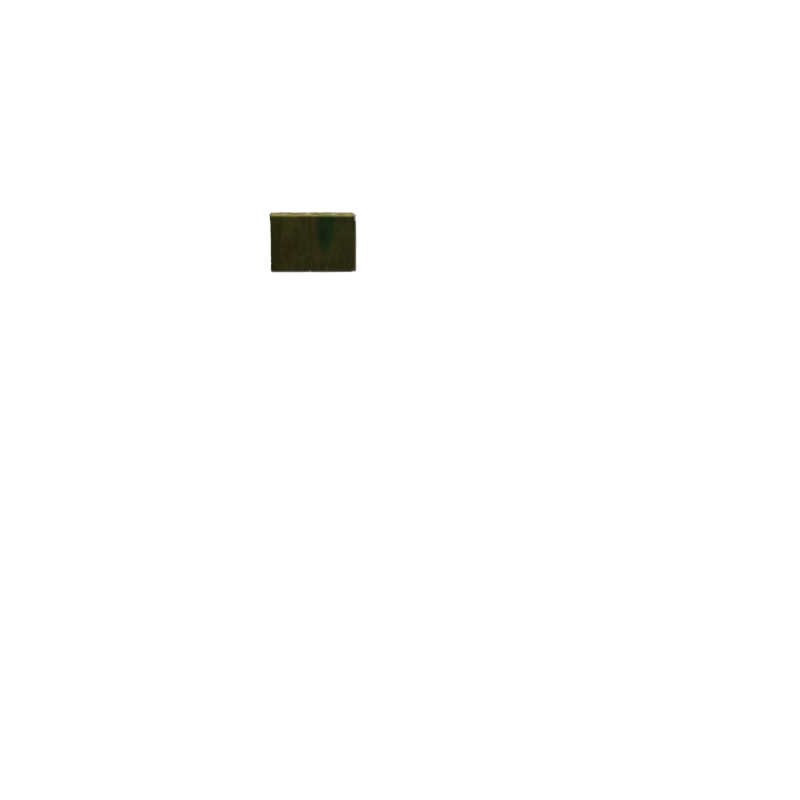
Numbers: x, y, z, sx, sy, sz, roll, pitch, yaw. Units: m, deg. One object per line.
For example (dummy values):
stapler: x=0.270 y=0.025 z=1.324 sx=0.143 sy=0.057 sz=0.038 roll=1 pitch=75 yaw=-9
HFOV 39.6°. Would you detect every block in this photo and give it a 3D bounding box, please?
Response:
block: x=-0.078 y=-0.142 z=0.991 sx=0.078 sy=0.051 sz=0.054 roll=0 pitch=8 yaw=-3
